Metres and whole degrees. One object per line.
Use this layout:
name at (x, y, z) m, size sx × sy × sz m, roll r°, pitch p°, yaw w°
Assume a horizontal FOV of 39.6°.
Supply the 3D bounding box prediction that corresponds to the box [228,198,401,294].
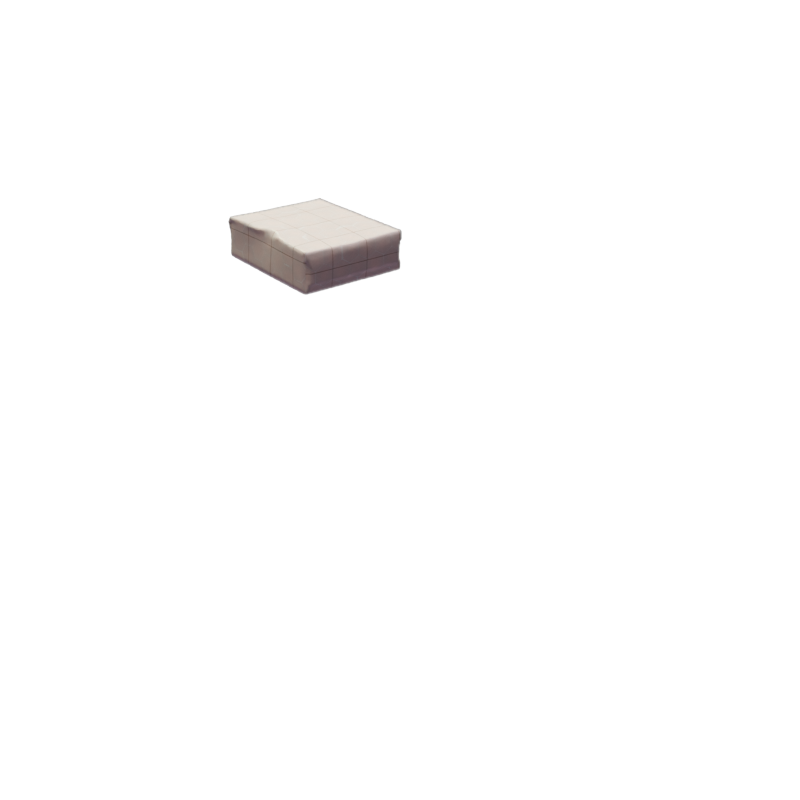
box at (-0.055, -0.100, 0.699) m, size 0.072 × 0.029 × 0.095 m, roll -17°, pitch 31°, yaw -33°
